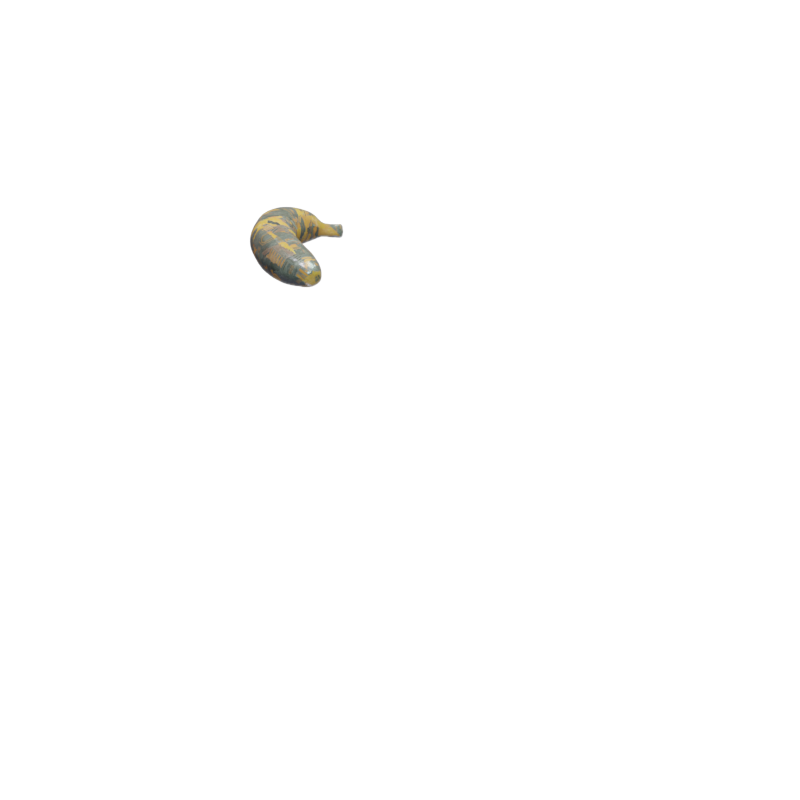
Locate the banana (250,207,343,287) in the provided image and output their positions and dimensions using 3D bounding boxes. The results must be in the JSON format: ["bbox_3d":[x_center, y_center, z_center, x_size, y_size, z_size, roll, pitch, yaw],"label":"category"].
[{"bbox_3d":[-0.088,-0.130,0.901,0.070,0.035,0.204,1,20,3],"label":"banana"}]
